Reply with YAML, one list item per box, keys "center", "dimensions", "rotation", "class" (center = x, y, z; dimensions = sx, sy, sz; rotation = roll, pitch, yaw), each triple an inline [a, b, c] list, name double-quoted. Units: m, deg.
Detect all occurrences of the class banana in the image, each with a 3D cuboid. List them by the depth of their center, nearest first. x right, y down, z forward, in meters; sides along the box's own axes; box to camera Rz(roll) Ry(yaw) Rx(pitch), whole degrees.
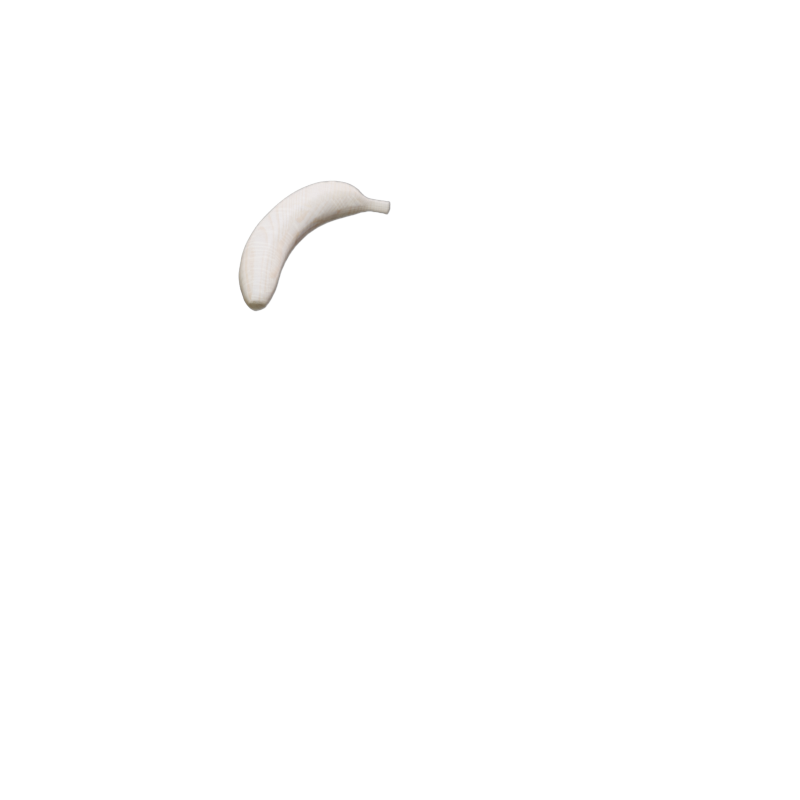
- center: [-0.087, -0.144, 0.951]
  dimensions: [0.073, 0.034, 0.201]
  rotation: [22, 45, 24]
  class: "banana"
